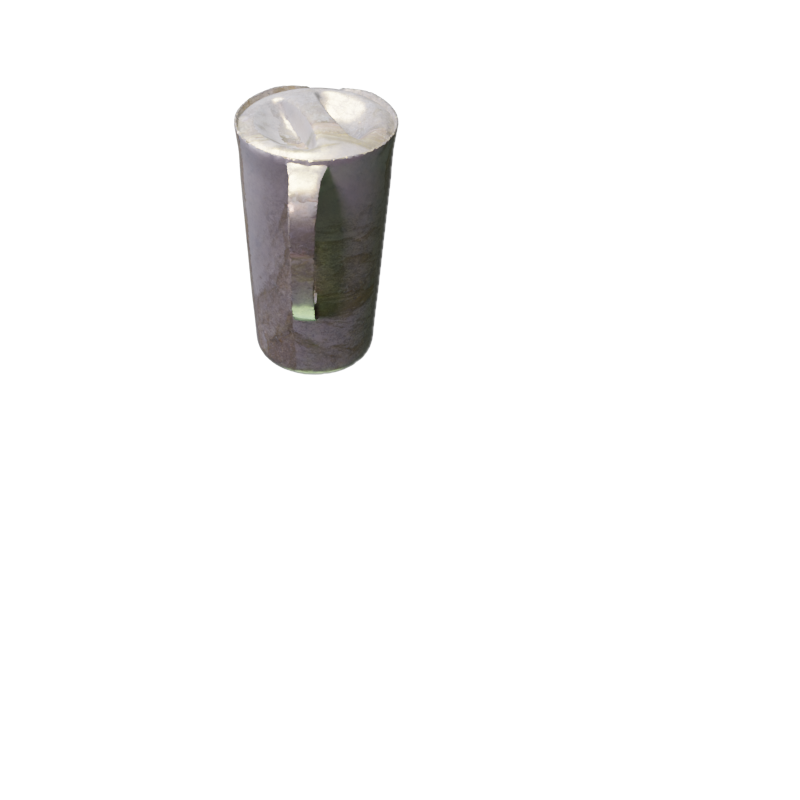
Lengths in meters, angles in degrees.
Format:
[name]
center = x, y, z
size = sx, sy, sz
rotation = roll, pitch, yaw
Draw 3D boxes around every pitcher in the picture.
[pitcher]
center = -0.075, -0.137, 0.956
size = 0.149, 0.227, 0.155
rotation = -28, 47, -33
